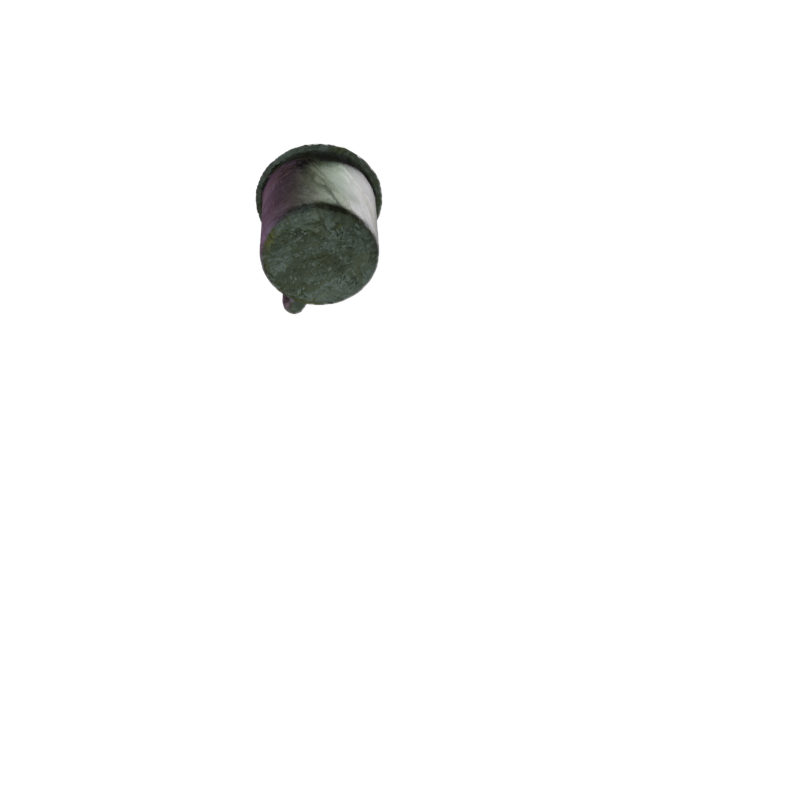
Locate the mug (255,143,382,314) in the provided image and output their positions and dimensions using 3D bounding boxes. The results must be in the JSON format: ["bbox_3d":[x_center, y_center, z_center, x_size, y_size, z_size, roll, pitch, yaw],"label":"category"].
[{"bbox_3d":[-0.061,-0.112,0.785,0.091,0.112,0.087,17,34,-14],"label":"mug"}]
